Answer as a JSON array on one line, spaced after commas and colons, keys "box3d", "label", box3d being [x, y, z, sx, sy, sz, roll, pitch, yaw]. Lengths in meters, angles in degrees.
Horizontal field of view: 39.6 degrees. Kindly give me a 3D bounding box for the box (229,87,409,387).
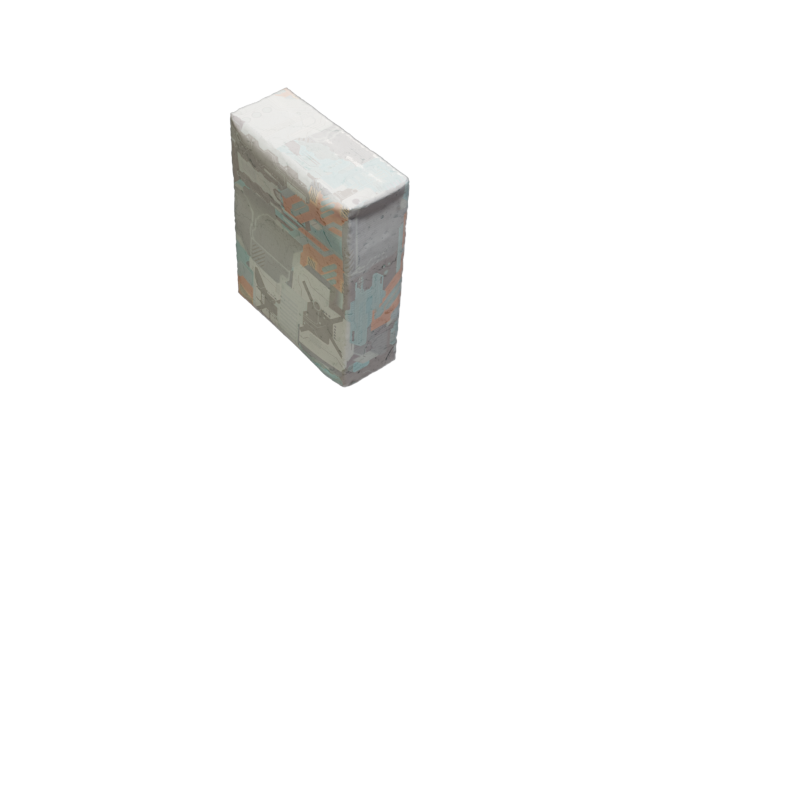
[{"box3d": [-0.076, -0.138, 0.969, 0.072, 0.199, 0.176, -29, 54, -28], "label": "box"}]
